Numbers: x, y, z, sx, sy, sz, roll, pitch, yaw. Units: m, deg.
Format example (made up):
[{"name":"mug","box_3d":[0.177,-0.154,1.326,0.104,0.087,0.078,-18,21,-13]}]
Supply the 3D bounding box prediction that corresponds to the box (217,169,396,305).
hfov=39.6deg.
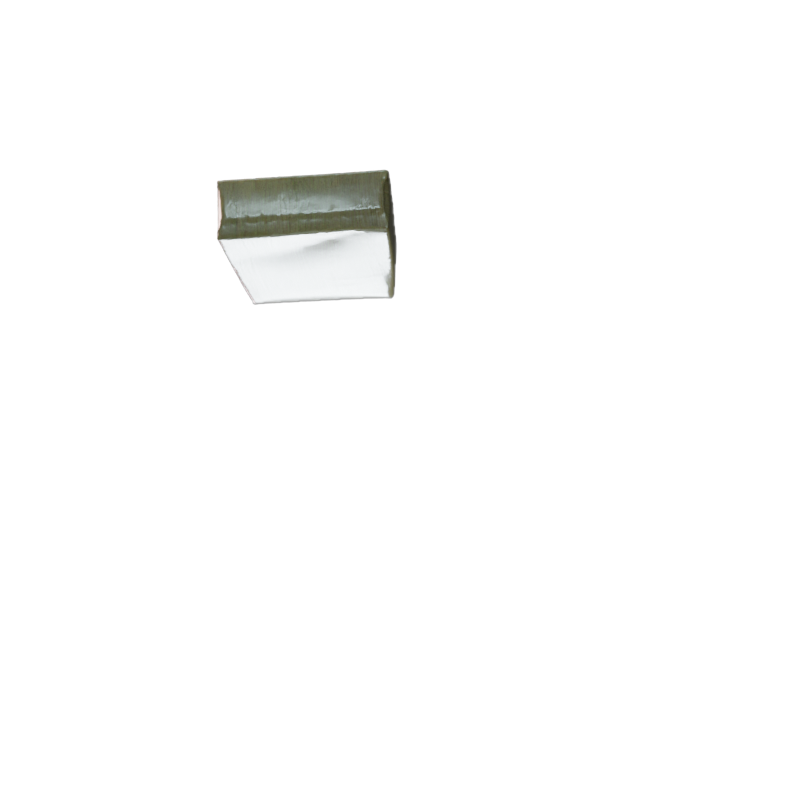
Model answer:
[{"name":"box","box_3d":[-0.048,-0.088,0.614,0.090,0.041,0.108,-1,-17,3]}]
